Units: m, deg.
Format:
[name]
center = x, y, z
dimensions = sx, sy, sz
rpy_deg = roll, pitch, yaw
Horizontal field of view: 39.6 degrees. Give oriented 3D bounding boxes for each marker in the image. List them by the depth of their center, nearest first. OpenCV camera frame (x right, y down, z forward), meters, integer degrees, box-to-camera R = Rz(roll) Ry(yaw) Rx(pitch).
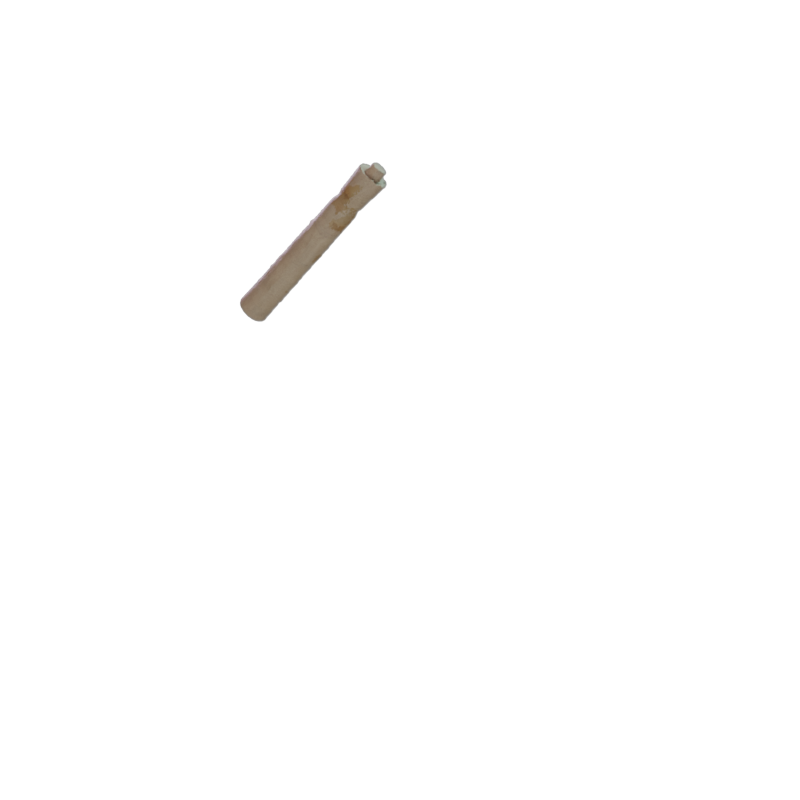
[marker]
center = -0.049, -0.090, 0.631
dimensions = 0.119, 0.021, 0.019
rpy_deg = -44, -20, 26
